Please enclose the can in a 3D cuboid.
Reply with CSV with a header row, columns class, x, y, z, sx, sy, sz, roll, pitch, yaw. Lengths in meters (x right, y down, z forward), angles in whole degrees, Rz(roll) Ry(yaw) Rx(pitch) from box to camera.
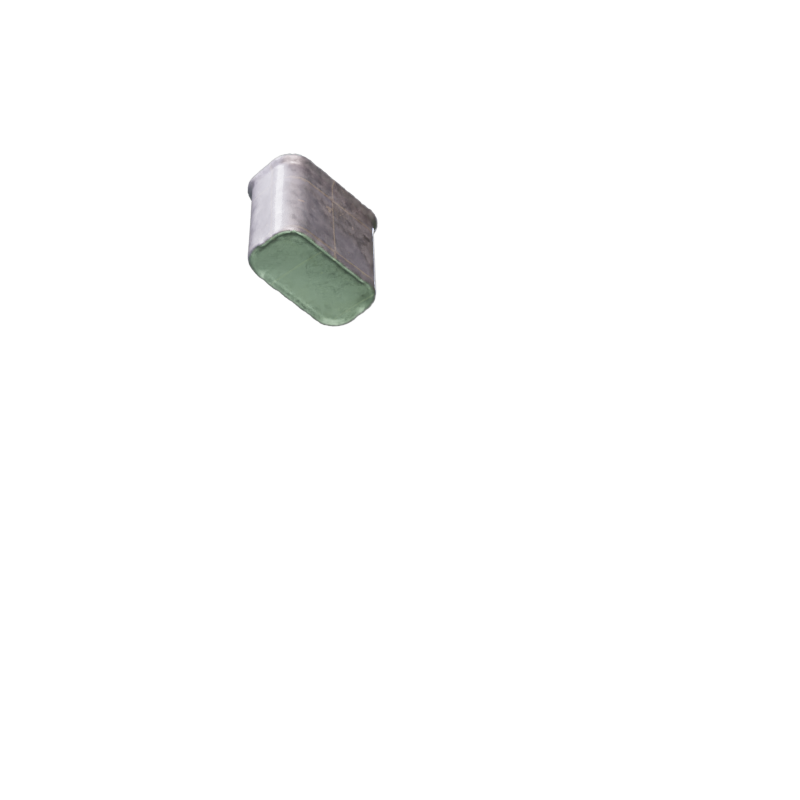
class,x,y,z,sx,sy,sz,roll,pitch,yaw
can,-0.062,-0.113,0.794,0.057,0.090,0.096,-36,-55,28
